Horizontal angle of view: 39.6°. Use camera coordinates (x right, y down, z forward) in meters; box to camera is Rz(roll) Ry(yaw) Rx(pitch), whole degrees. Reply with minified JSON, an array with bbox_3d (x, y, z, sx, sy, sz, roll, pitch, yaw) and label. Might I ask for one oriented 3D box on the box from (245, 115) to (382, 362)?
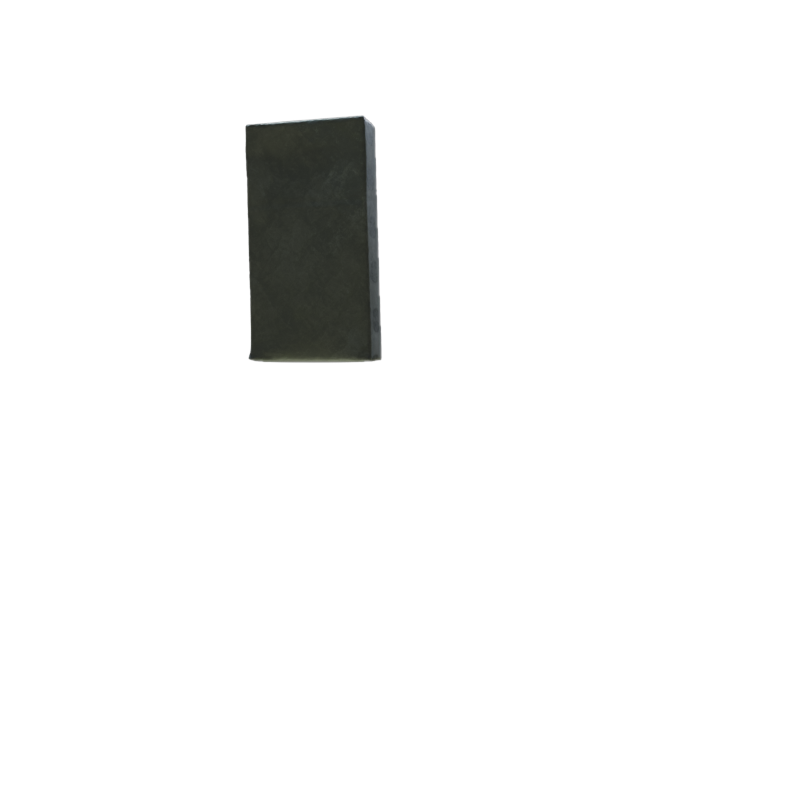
[{"bbox_3d":[-0.063,-0.116,0.814,0.095,0.179,0.046,-2,-6,15],"label":"box"}]
